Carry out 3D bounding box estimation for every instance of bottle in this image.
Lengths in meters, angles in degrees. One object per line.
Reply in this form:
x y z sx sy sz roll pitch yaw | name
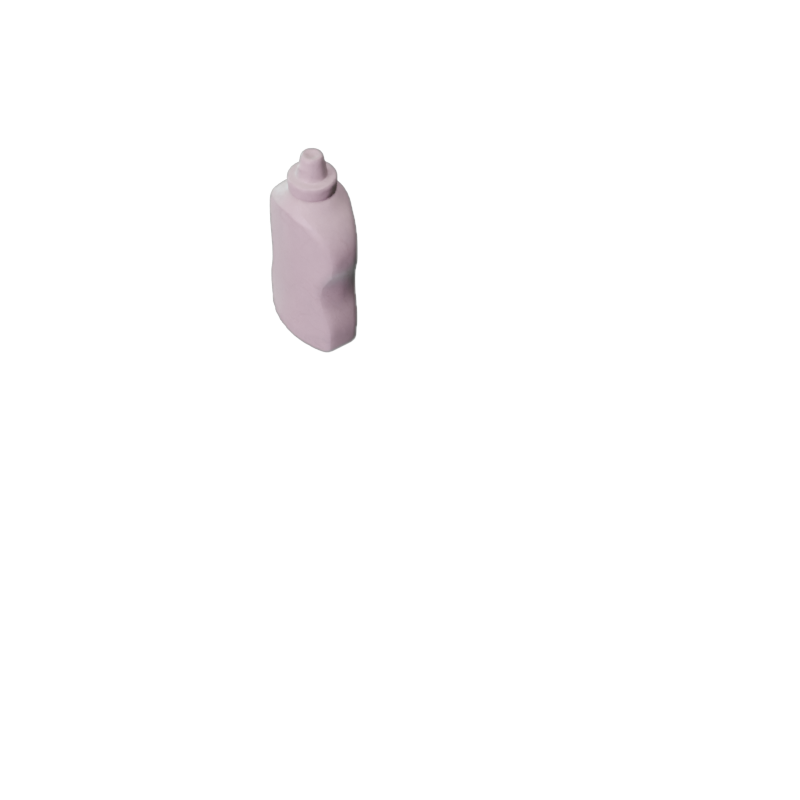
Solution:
-0.074 -0.135 0.944 0.058 0.179 0.103 -24 53 -24 | bottle
